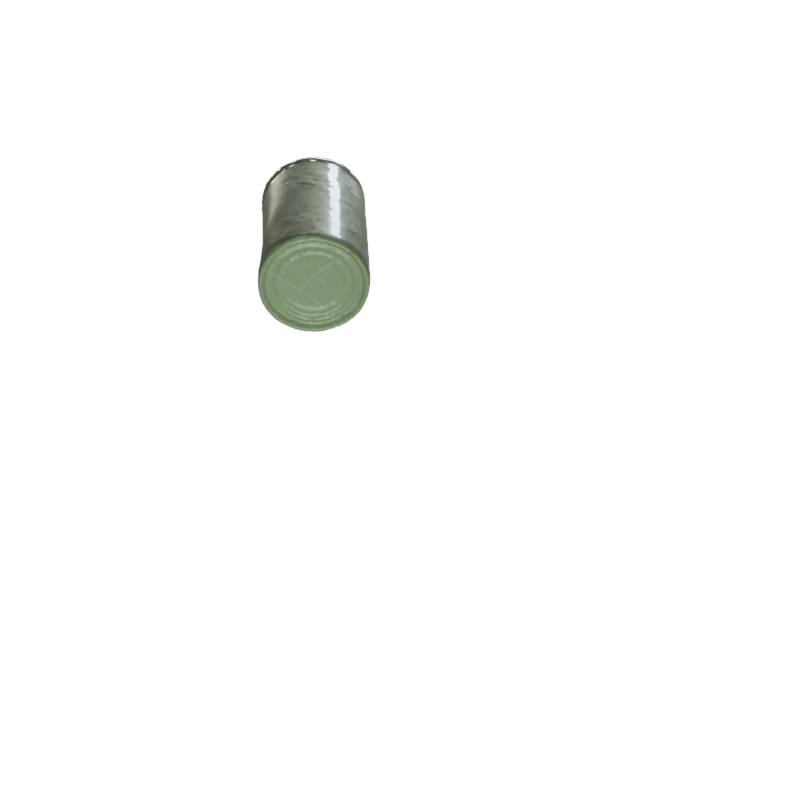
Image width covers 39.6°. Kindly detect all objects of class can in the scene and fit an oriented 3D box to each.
[{"bbox_3d":[-0.054,-0.098,0.686,0.068,0.064,0.109,-1,35,-3],"label":"can"}]
